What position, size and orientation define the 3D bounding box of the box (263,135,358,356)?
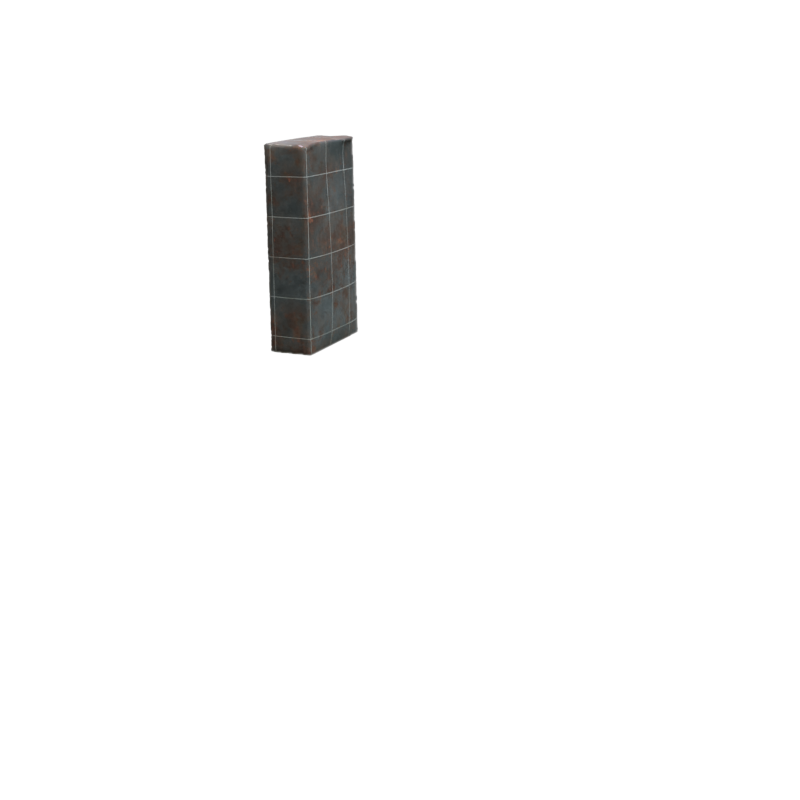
[{"bbox_3d":[-0.074,-0.135,0.947,0.050,0.171,0.093,6,14,24],"label":"box"}]
